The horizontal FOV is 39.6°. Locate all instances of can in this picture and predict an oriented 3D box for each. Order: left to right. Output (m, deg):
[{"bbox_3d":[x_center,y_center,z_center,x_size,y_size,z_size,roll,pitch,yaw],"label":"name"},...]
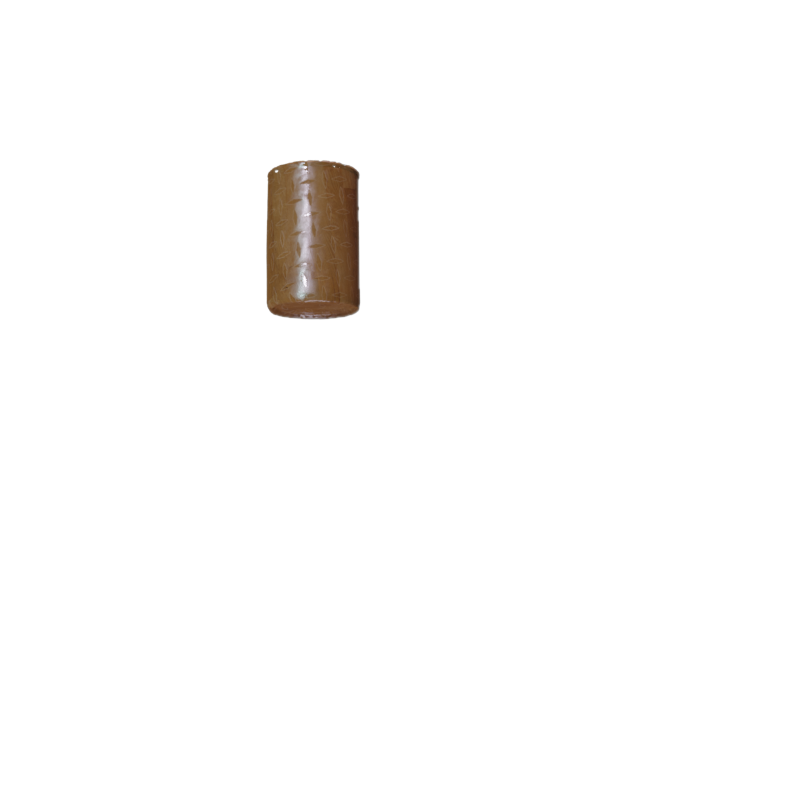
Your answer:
[{"bbox_3d":[-0.063,-0.114,0.801,0.068,0.106,0.066,0,-13,-2],"label":"can"}]
